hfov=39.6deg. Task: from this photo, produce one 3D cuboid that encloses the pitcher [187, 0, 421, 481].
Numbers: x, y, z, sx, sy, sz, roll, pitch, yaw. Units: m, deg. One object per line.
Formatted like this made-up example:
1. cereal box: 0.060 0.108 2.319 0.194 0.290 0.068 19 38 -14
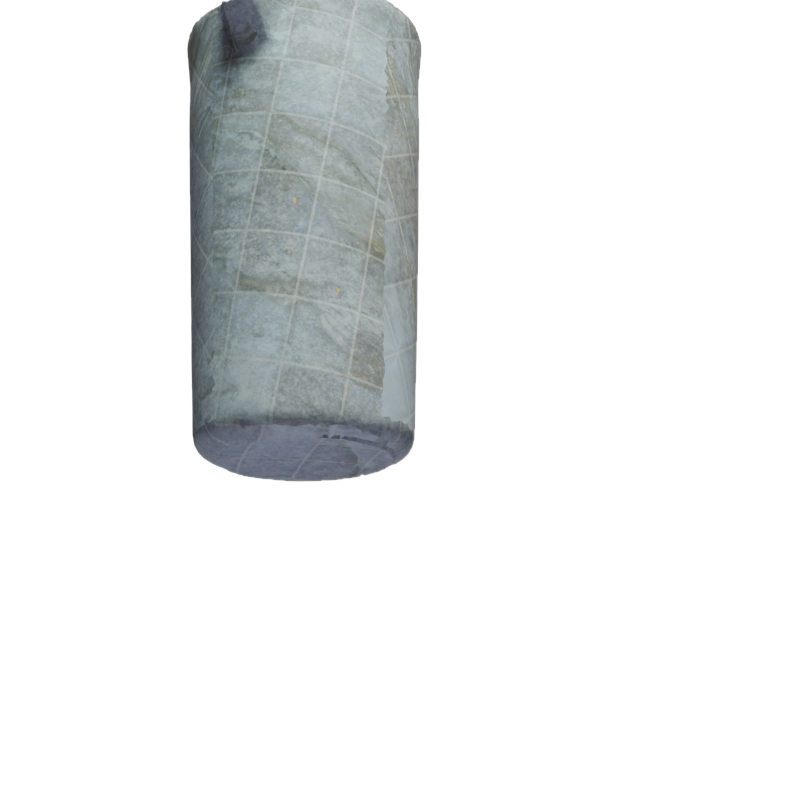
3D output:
1. pitcher: -0.047 -0.085 0.594 0.144 0.256 0.143 9 -24 -23
